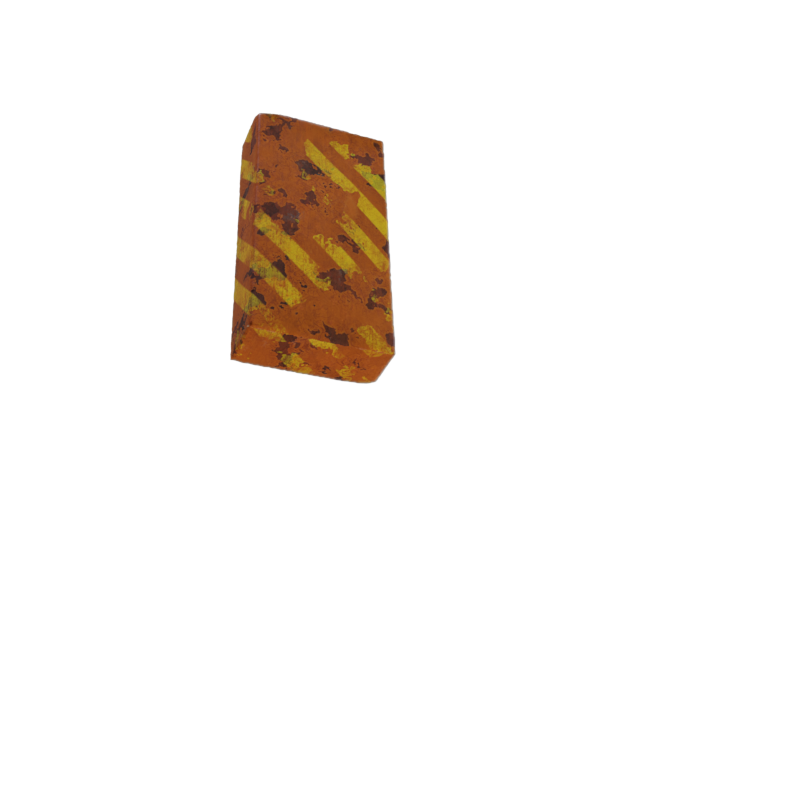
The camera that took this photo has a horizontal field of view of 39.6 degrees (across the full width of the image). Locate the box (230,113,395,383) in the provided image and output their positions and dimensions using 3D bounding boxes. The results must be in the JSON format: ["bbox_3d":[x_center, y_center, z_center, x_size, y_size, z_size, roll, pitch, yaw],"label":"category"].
[{"bbox_3d":[-0.055,-0.100,0.701,0.091,0.189,0.046,10,-36,-18],"label":"box"}]
